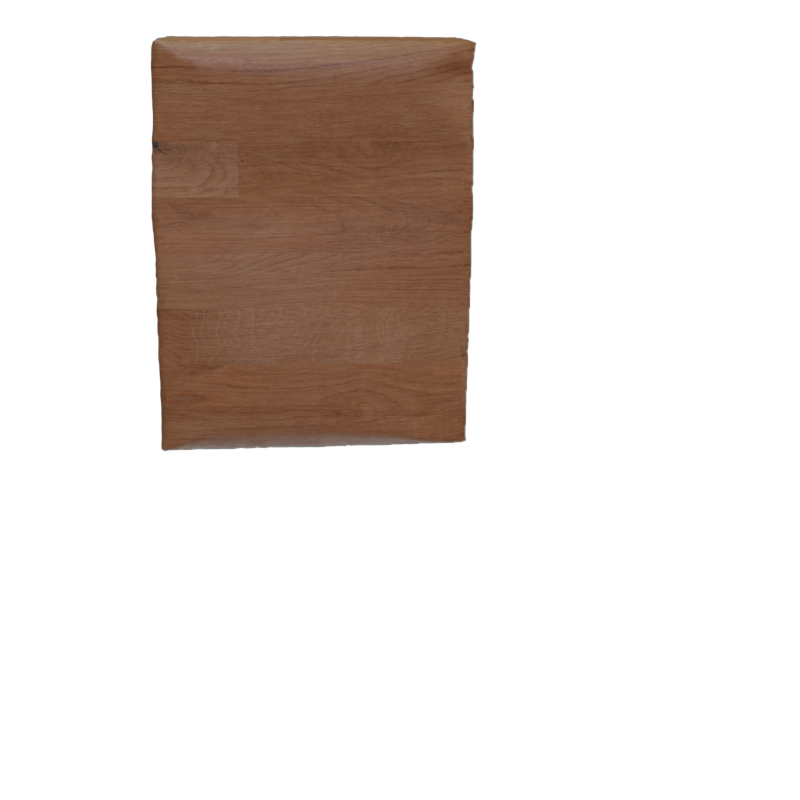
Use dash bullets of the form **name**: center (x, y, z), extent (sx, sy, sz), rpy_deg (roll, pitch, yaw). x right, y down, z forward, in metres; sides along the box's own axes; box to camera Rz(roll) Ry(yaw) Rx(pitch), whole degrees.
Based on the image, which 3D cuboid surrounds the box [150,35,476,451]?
- **box**: center (-0.046, -0.084, 0.587), extent (0.164, 0.208, 0.074), rpy_deg (0, 12, -2)
